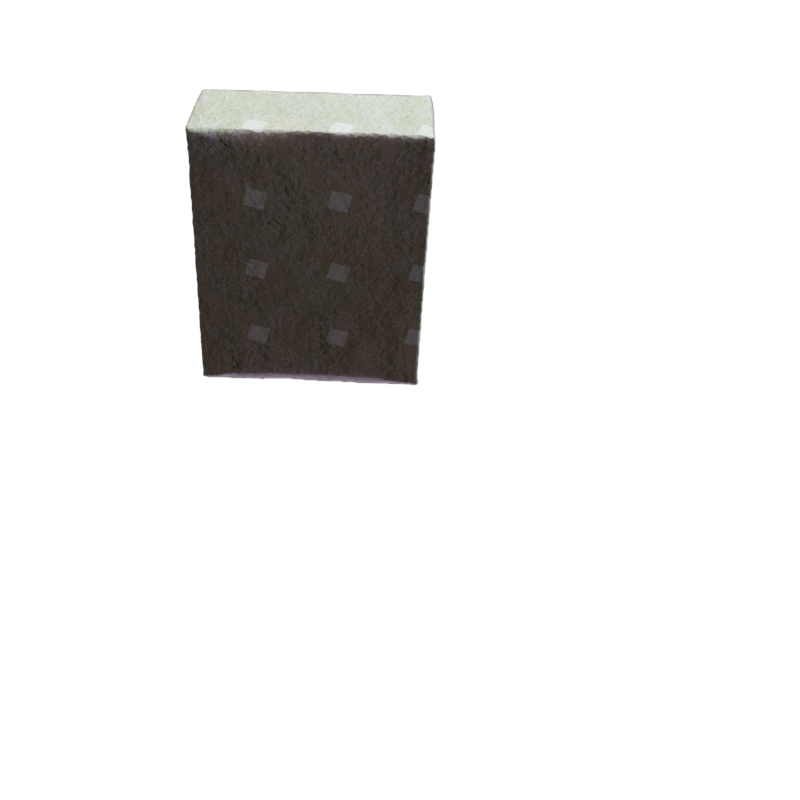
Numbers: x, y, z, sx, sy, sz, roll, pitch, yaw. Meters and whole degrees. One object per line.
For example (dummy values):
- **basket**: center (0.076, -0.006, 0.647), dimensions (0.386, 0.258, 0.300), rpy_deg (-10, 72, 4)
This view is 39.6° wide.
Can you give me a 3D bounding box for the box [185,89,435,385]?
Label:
- **box**: center (-0.062, -0.114, 0.796), dimensions (0.165, 0.200, 0.076), rpy_deg (3, 36, 2)
